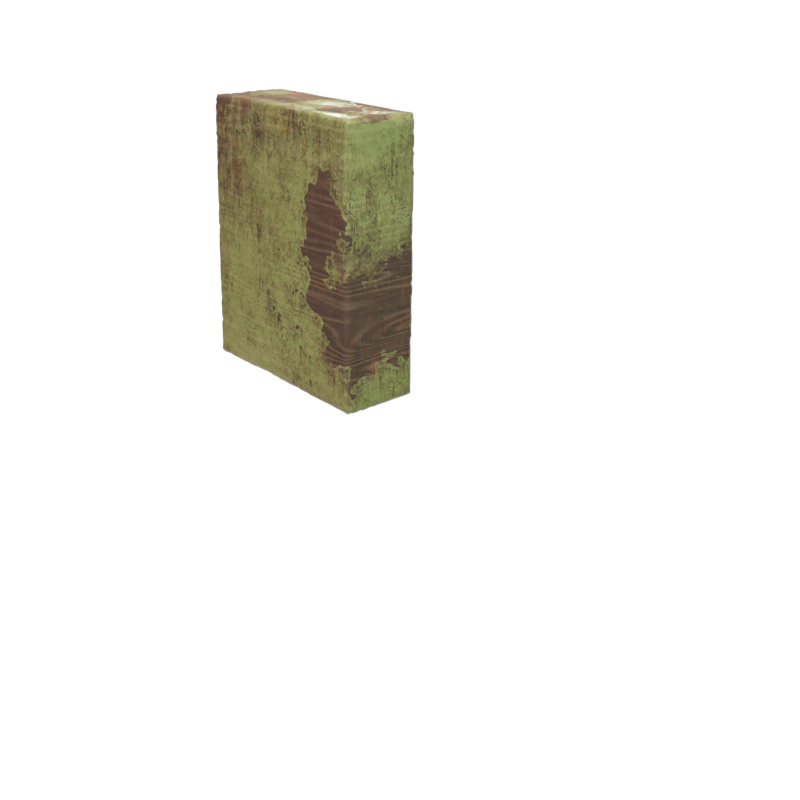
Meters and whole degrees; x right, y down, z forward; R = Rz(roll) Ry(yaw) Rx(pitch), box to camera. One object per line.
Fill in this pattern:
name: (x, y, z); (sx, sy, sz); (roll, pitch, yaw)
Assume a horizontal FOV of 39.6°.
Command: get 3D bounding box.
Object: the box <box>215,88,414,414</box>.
box: (-0.066, -0.120, 0.839); (0.070, 0.206, 0.174); (-13, 23, -38)
